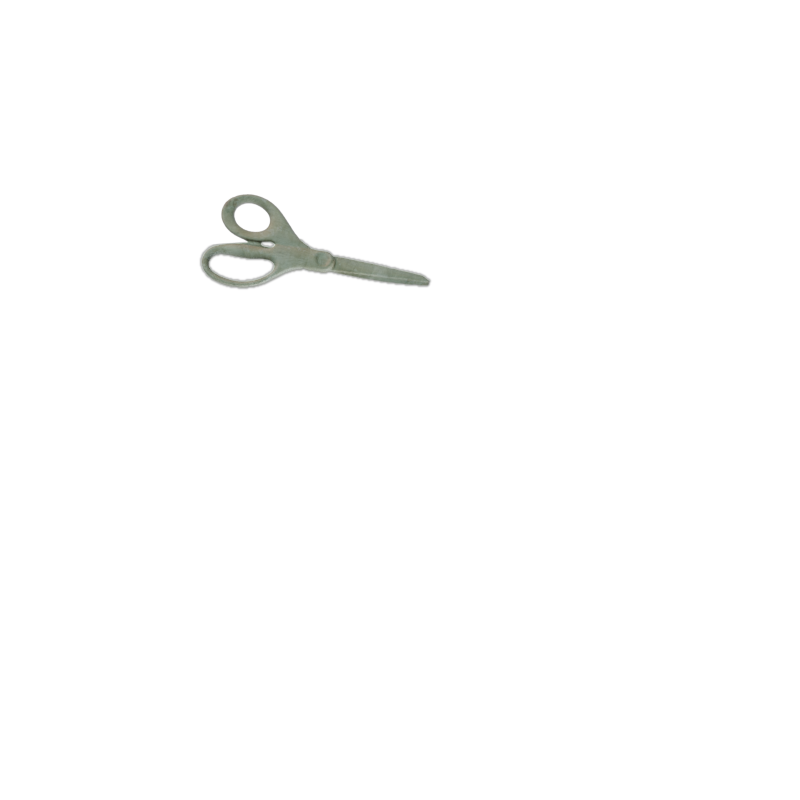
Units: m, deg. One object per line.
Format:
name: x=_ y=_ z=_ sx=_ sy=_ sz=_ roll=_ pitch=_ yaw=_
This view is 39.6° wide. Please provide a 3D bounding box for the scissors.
scissors: x=-0.078 y=-0.142 z=0.997 sx=0.201 sy=0.100 sz=0.015 roll=-4 pitch=-17 yaw=-1
